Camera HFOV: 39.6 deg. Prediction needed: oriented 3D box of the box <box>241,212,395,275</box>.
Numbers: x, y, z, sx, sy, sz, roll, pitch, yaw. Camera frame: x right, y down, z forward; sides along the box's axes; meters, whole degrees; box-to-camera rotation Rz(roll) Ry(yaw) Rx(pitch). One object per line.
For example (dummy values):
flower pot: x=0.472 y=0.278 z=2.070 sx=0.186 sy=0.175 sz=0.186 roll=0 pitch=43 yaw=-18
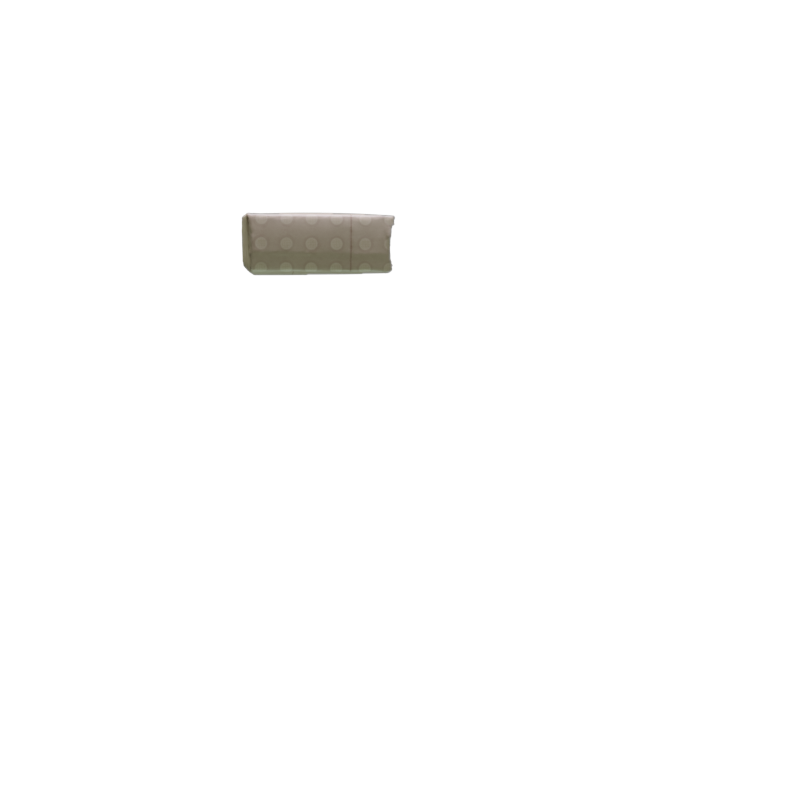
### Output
box: x=-0.056 y=-0.101 z=0.710 sx=0.089 sy=0.038 sz=0.116 roll=-1 pitch=10 yaw=-7
